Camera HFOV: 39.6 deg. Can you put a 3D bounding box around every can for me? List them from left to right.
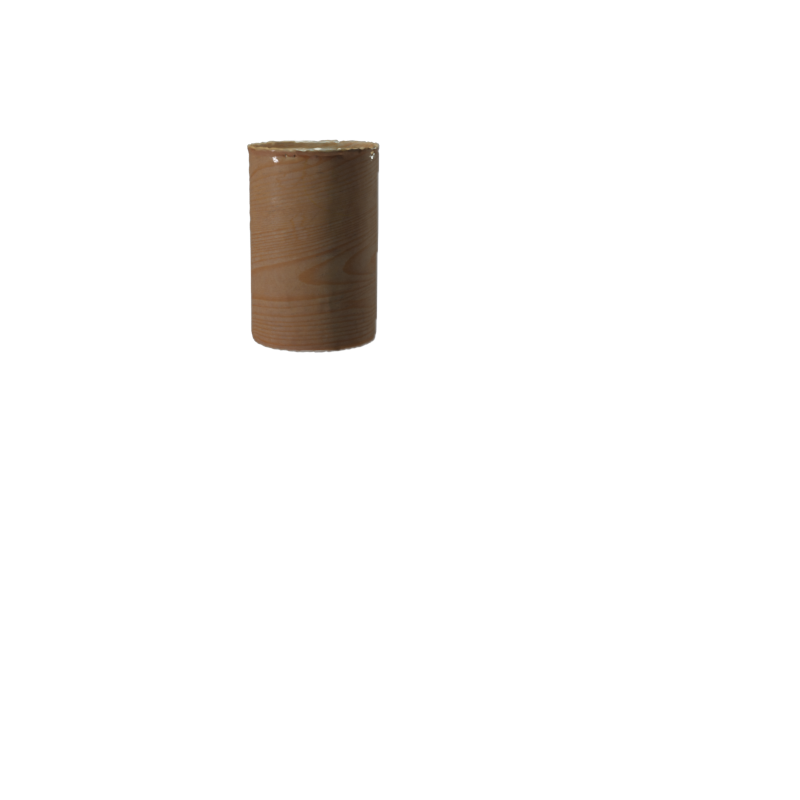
[{"bbox_3d":[-0.045,-0.082,0.576,0.068,0.100,0.070,0,12,-2],"label":"can"}]
